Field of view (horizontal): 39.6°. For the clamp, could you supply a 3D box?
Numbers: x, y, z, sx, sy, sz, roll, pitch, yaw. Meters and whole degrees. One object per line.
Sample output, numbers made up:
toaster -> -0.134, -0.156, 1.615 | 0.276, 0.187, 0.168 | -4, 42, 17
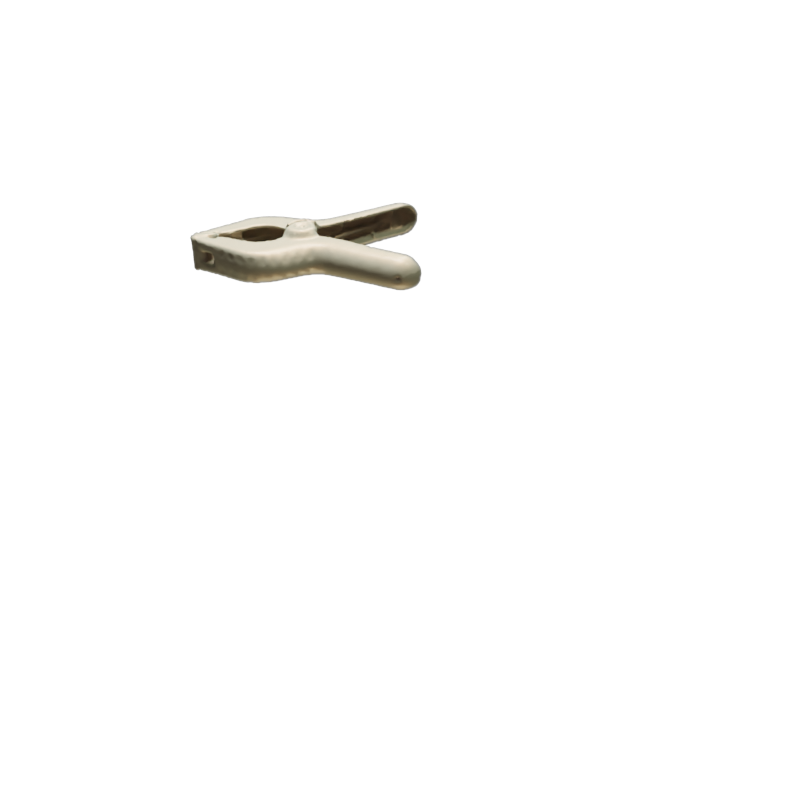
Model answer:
clamp -> -0.064, -0.116, 0.814 | 0.174, 0.037, 0.124 | 5, 24, 10
